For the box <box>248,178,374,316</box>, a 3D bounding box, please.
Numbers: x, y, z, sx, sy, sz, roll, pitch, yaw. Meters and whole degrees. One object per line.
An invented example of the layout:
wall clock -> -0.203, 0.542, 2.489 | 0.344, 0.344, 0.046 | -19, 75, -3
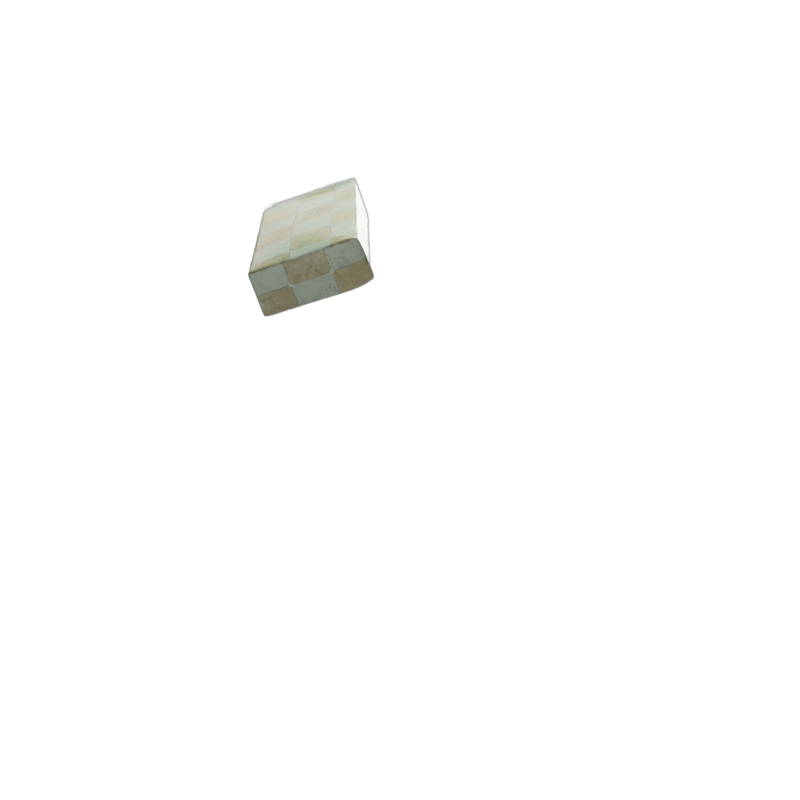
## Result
box -> -0.073, -0.134, 0.935 | 0.094, 0.045, 0.186 | -18, 27, 5
